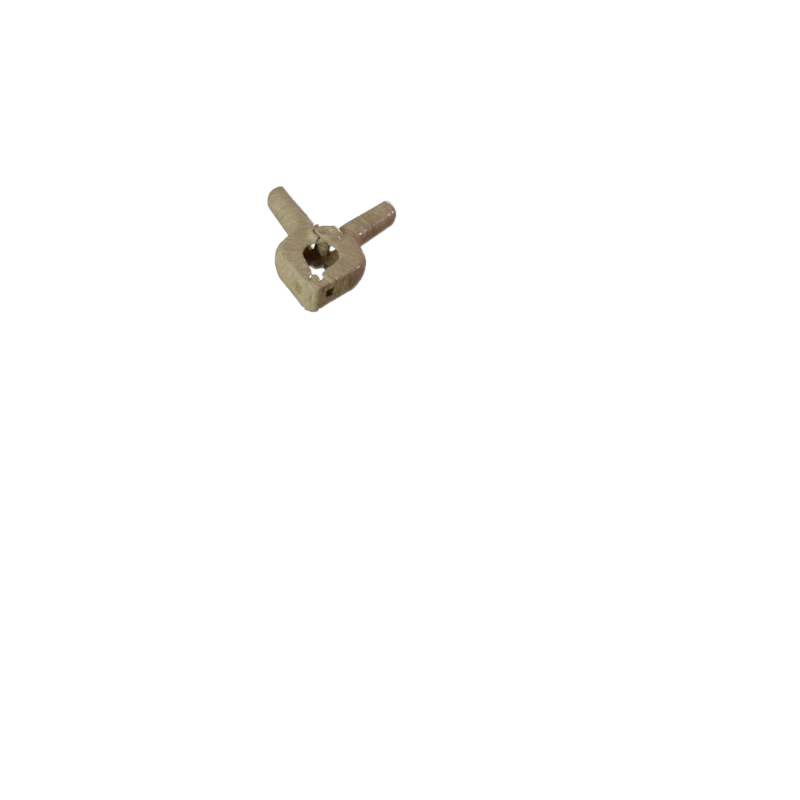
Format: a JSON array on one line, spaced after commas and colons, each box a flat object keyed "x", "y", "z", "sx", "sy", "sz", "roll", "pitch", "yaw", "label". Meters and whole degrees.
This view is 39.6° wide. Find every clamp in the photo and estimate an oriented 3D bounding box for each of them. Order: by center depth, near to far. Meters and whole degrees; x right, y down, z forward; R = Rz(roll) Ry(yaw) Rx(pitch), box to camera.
[{"x": -0.077, "y": -0.141, "z": 0.987, "sx": 0.122, "sy": 0.037, "sz": 0.179, "roll": 7, "pitch": 35, "yaw": 10, "label": "clamp"}]
